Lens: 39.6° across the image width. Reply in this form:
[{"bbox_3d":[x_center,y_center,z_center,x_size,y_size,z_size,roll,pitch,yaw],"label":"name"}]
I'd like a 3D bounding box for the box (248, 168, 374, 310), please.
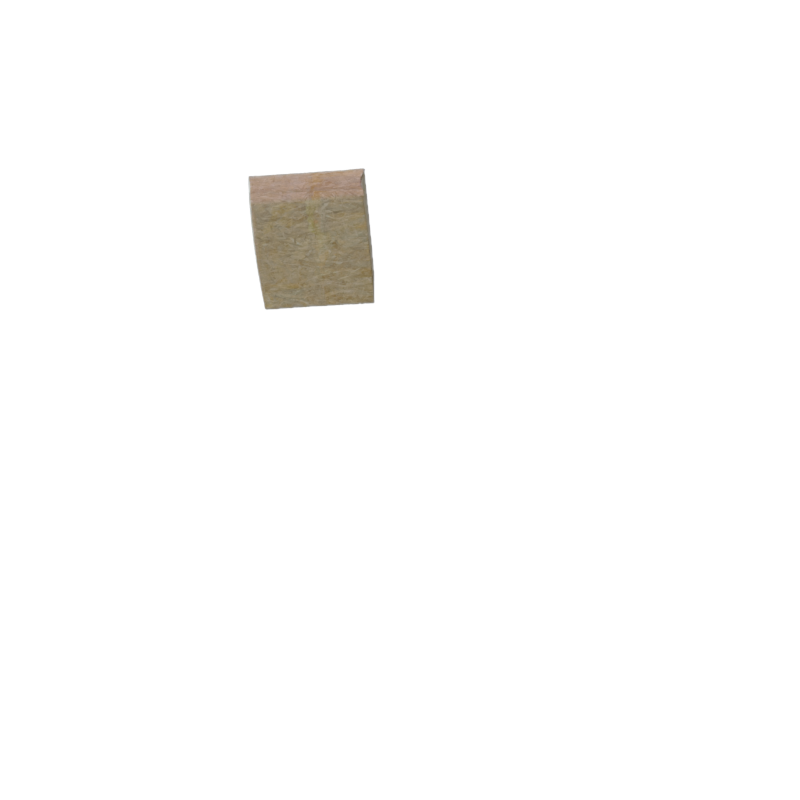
[{"bbox_3d":[-0.067,-0.123,0.859,0.090,0.042,0.105,-3,-45,2],"label":"box"}]
